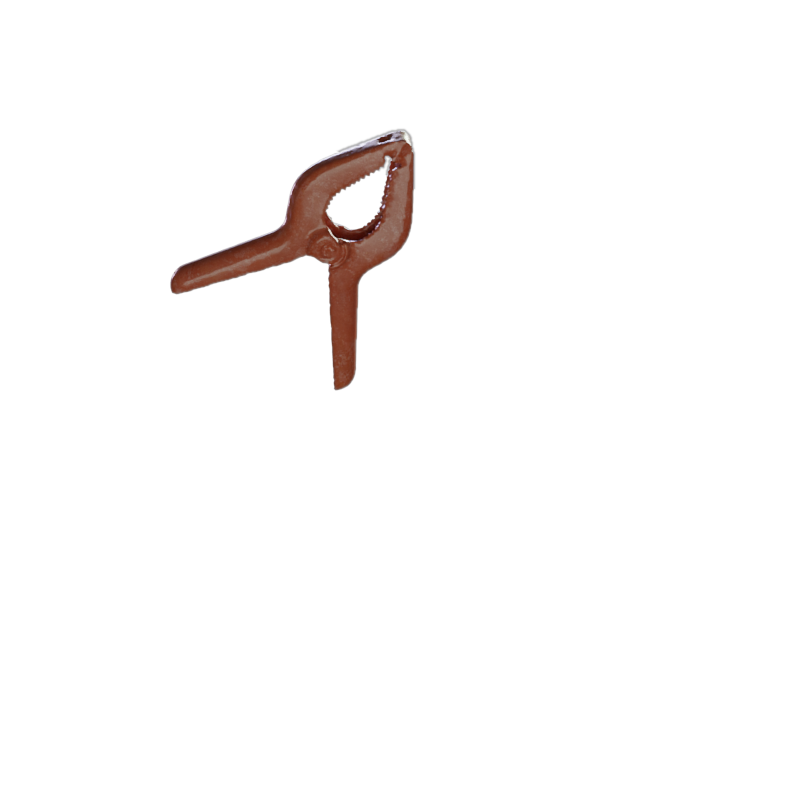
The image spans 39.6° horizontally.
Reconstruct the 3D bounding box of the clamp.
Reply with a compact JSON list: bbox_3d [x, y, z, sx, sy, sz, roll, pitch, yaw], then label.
[{"bbox_3d":[-0.065,-0.119,0.833,0.160,0.204,0.038,26,23,-12],"label":"clamp"}]
